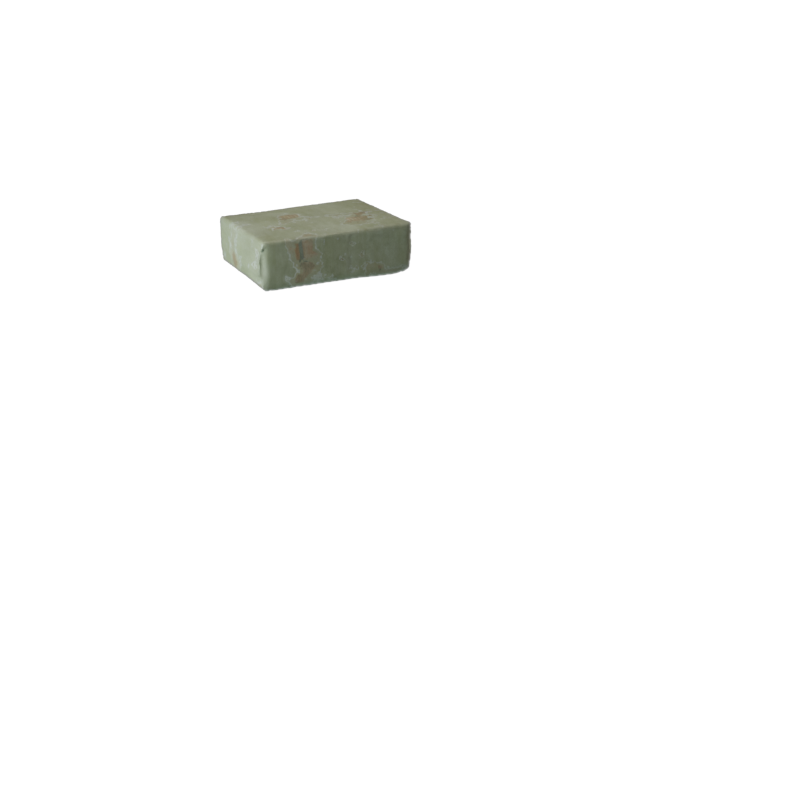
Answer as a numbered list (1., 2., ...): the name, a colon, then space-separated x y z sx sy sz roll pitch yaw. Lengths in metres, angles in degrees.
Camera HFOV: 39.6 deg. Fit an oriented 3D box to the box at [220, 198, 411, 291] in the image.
1. box: -0.061 -0.112 0.784 0.111 0.037 0.096 -9 23 -23
